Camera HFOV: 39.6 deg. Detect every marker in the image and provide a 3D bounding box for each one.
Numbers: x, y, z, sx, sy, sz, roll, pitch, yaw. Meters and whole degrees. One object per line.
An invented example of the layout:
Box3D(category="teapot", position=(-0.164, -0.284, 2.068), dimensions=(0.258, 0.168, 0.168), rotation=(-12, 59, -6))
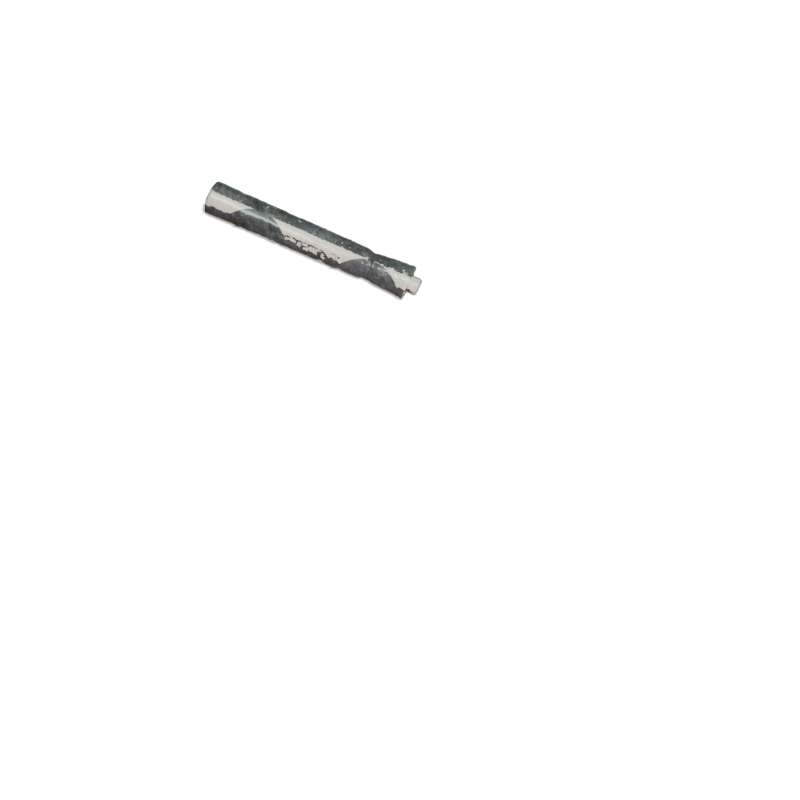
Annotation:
Box3D(category="marker", position=(-0.046, -0.083, 0.584), dimensions=(0.123, 0.020, 0.020), rotation=(25, 7, 8))
